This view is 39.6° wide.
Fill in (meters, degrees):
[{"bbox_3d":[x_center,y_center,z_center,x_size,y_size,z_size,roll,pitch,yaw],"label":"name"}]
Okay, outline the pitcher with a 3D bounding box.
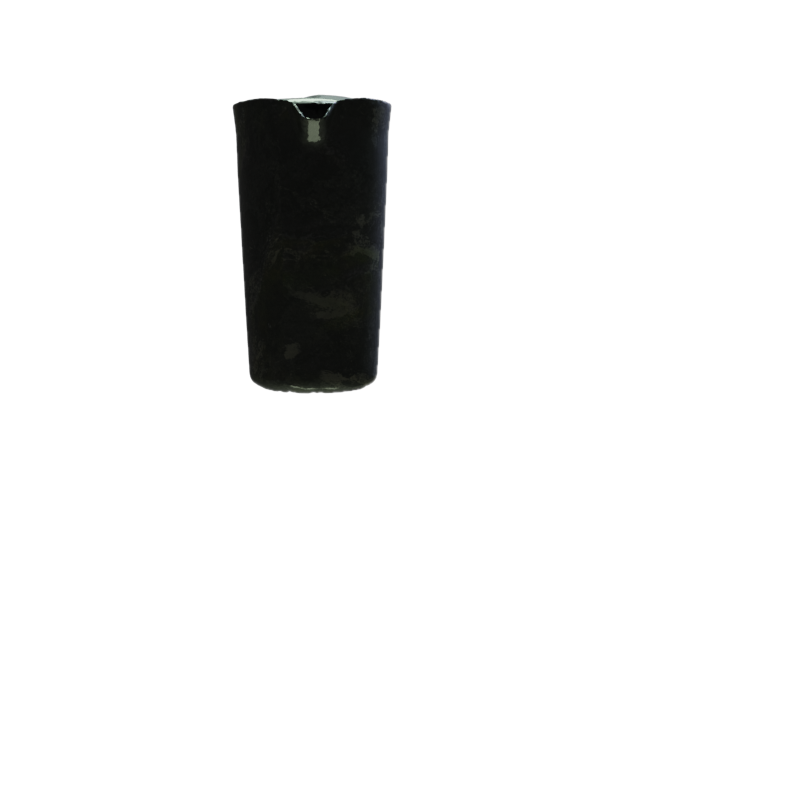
[{"bbox_3d":[-0.074,-0.135,0.943,0.151,0.242,0.144,2,3,40],"label":"pitcher"}]
